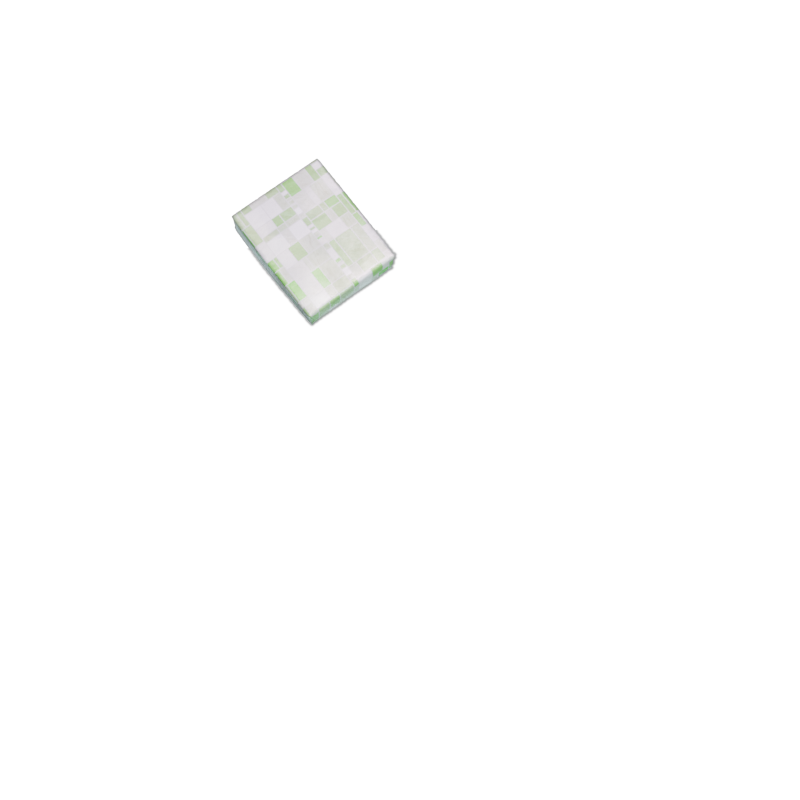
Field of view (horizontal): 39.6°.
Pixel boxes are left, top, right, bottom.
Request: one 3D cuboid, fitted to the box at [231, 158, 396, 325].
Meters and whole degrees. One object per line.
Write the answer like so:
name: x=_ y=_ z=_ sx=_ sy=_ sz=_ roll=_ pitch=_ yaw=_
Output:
box: x=-0.073 y=-0.132 z=0.928 sx=0.090 sy=0.118 sz=0.037 roll=-36 pitch=-14 yaw=-10
